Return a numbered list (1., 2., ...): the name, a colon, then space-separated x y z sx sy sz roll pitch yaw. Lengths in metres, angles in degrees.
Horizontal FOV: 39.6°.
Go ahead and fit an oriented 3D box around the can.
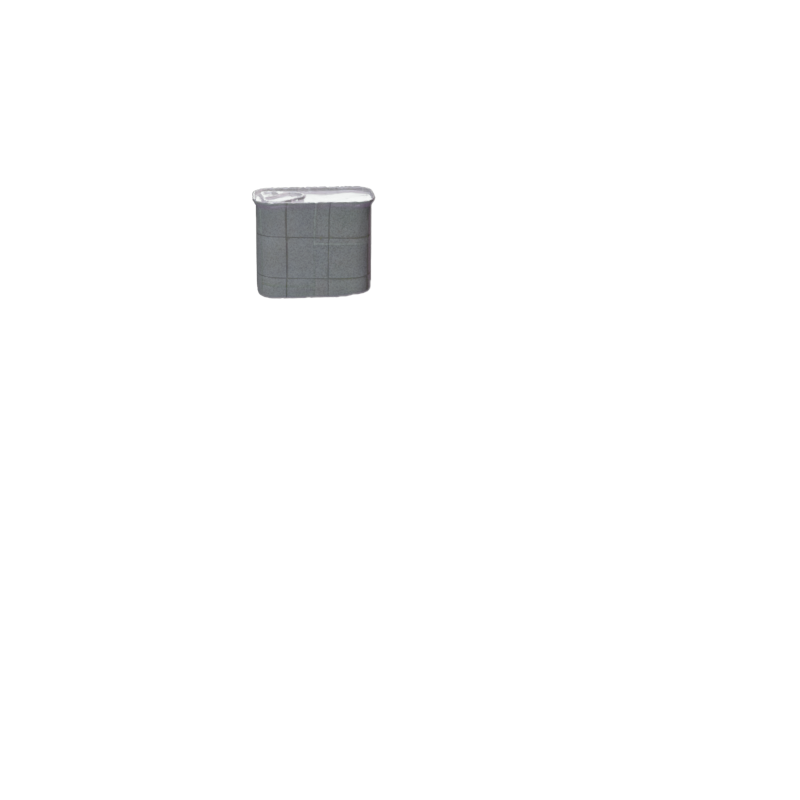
1. can: -0.073 -0.134 0.936 0.101 0.081 0.060 -1 19 -5
